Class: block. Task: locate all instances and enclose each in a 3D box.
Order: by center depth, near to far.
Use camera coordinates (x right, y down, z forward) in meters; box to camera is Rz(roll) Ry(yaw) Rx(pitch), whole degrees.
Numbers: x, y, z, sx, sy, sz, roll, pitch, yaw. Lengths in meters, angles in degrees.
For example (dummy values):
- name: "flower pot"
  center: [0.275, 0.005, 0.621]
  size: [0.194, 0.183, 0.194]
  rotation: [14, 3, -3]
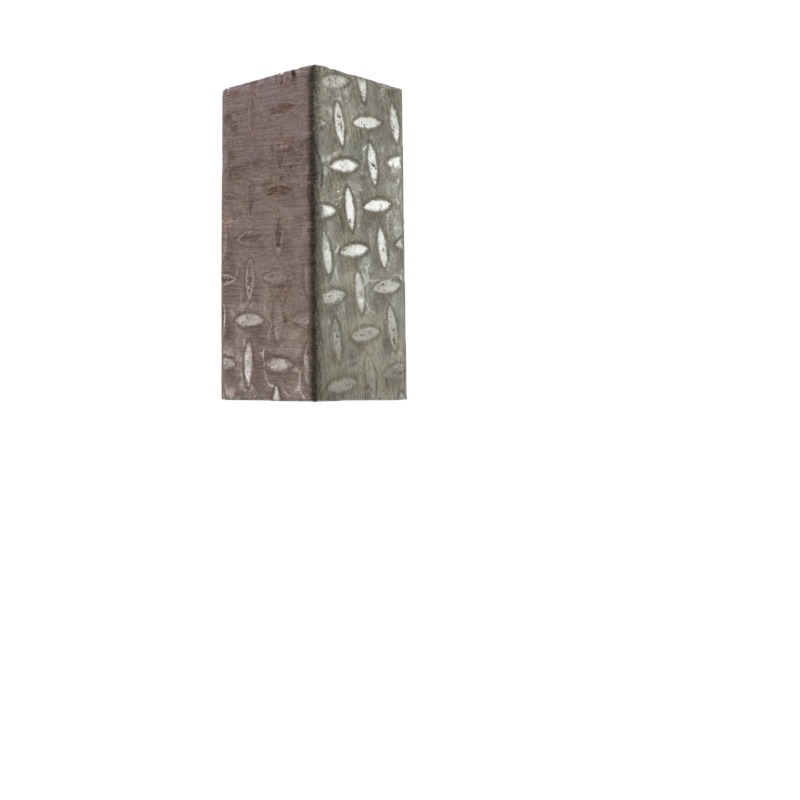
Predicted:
- name: "block"
  center: [-0.058, -0.104, 0.730]
  size: [0.093, 0.209, 0.086]
  rotation: [-5, -7, 42]
